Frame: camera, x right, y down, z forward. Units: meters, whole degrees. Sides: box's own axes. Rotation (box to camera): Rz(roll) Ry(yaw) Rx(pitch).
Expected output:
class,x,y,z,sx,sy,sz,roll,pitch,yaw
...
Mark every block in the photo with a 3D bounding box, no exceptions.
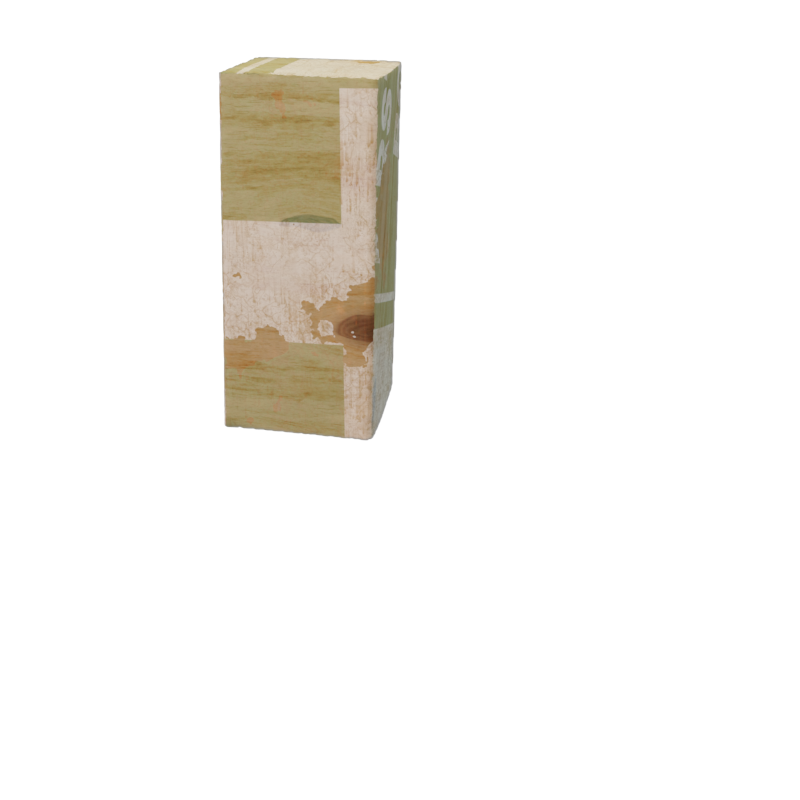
class,x,y,z,sx,sy,sz,roll,pitch,yaw
block,-0.051,-0.093,0.653,0.092,0.199,0.092,4,17,9
